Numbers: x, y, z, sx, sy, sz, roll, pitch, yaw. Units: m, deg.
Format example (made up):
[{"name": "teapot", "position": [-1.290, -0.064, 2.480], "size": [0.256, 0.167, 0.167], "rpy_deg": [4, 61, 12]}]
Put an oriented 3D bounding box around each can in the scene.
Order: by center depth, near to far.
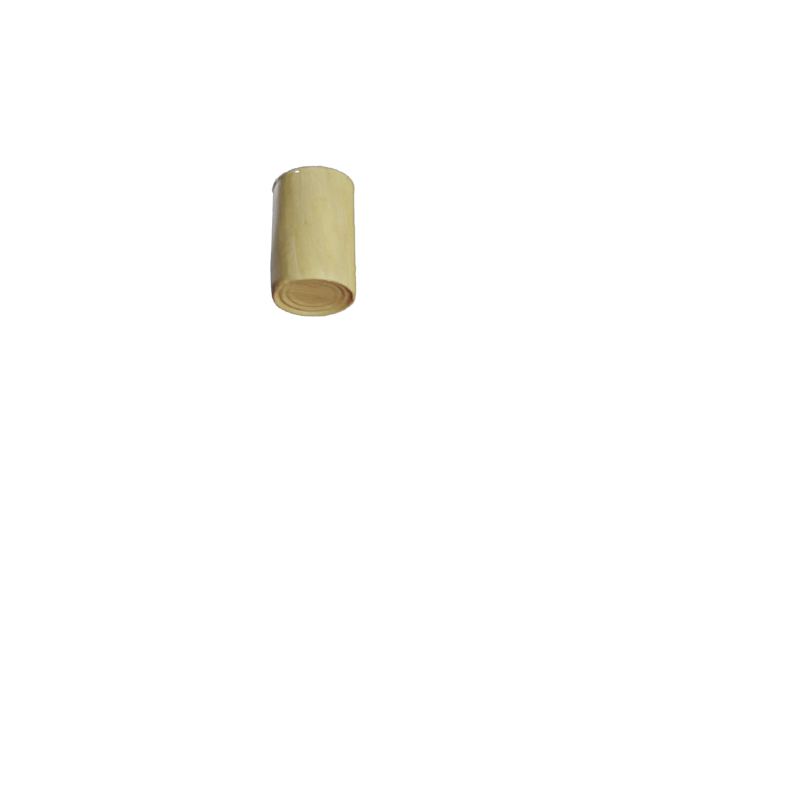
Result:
[{"name": "can", "position": [-0.069, -0.126, 0.884], "size": [0.068, 0.109, 0.065], "rpy_deg": [0, -27, -2]}]
